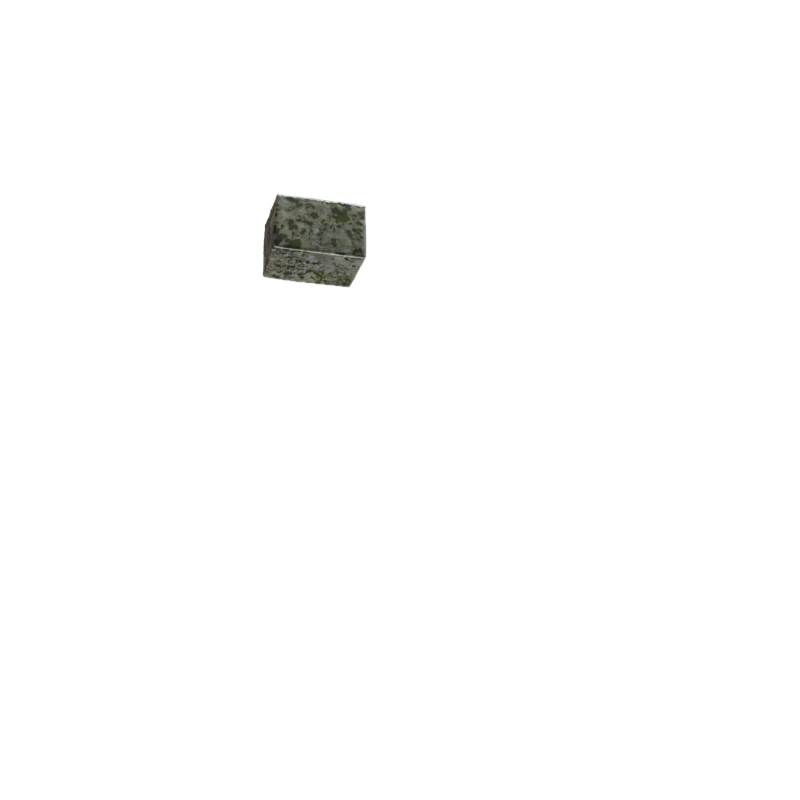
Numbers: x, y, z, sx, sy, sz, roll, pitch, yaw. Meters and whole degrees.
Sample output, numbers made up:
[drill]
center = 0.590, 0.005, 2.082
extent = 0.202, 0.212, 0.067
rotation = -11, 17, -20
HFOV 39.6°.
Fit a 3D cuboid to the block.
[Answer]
[block]
center = -0.072, -0.131, 0.916
extent = 0.076, 0.054, 0.051
rotation = 6, -29, -13
